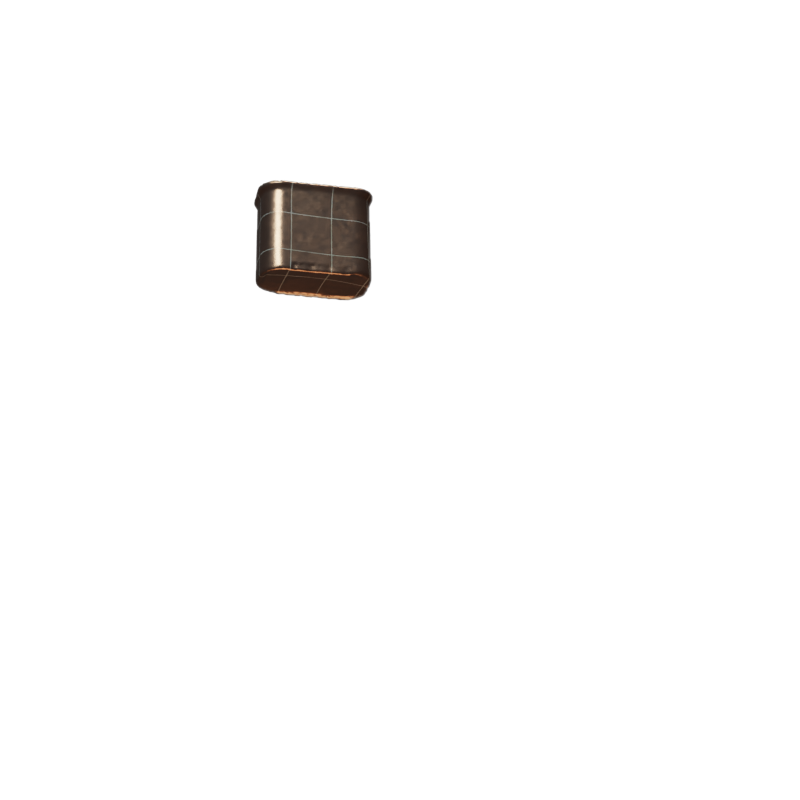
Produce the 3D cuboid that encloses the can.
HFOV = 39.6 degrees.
[{"bbox_3d":[-0.075,-0.136,0.955,0.100,0.089,0.055,4,-25,-12],"label":"can"}]
